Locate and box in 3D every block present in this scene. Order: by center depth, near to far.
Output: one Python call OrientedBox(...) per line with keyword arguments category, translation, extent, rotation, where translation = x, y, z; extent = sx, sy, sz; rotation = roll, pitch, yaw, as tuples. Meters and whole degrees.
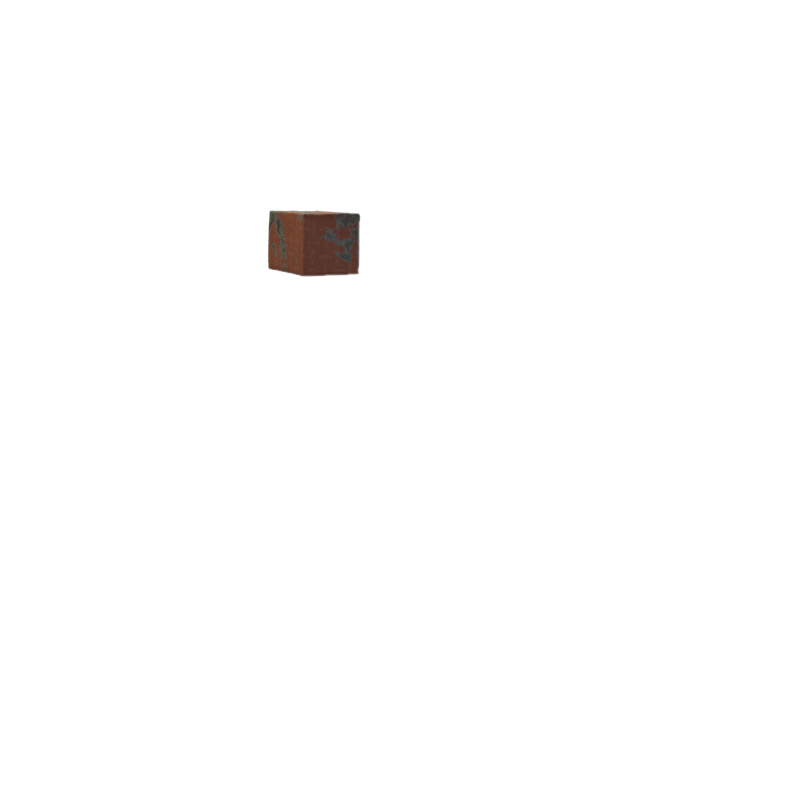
OrientedBox(category="block", translation=(-0.073, -0.133, 0.929), extent=(0.051, 0.051, 0.081), rotation=(-4, 10, -27))
